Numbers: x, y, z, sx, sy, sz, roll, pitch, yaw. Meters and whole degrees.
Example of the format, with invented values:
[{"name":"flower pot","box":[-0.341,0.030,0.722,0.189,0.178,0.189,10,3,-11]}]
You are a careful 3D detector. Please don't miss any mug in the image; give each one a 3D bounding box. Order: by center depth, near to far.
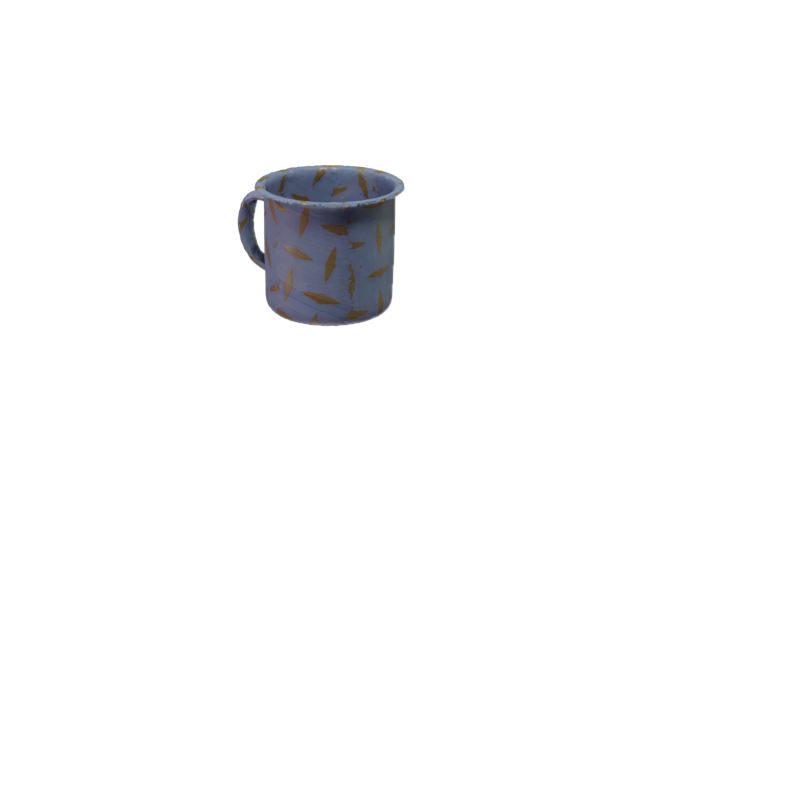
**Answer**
[{"name":"mug","box":[-0.055,-0.101,0.705,0.123,0.078,0.093,14,26,28]}]
